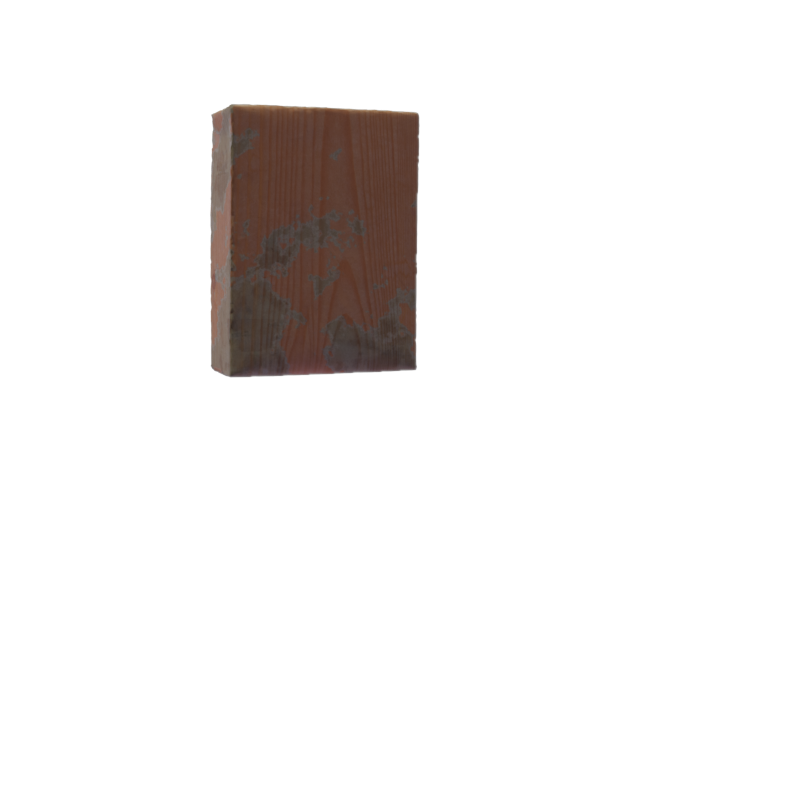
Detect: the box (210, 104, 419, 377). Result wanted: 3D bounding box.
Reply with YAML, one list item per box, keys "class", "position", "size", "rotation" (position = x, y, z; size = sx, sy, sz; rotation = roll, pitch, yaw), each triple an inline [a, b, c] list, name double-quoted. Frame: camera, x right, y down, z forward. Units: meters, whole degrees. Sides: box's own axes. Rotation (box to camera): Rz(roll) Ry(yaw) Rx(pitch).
- class: "box"
  position: [-0.071, -0.130, 0.910]
  size: [0.160, 0.214, 0.074]
  rotation: [-1, 1, -22]
